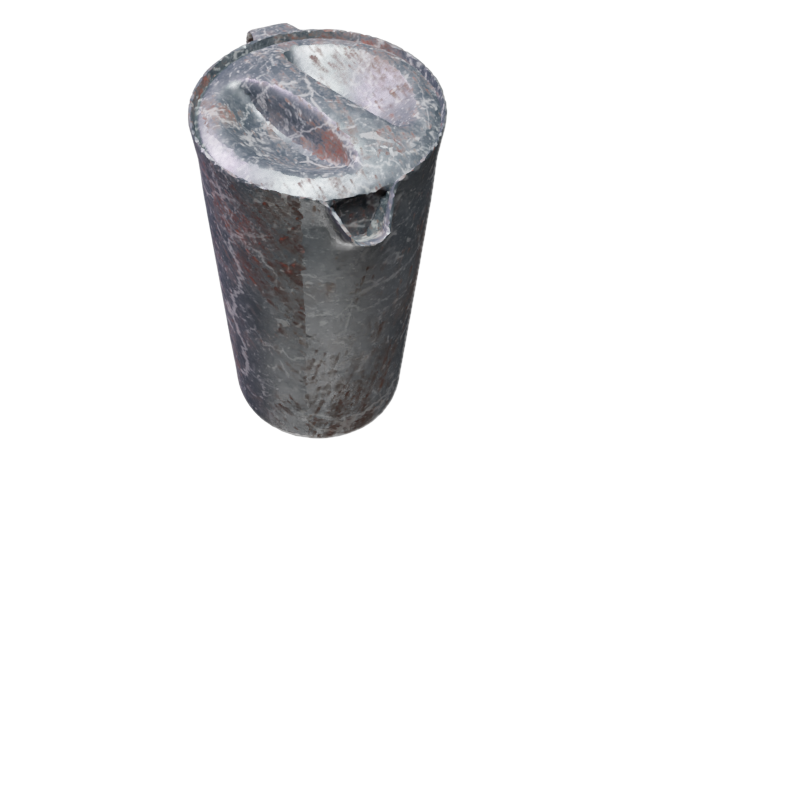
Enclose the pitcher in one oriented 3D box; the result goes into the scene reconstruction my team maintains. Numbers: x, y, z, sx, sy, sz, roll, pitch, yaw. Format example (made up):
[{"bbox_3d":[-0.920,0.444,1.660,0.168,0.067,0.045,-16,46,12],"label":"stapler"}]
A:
[{"bbox_3d":[-0.052,-0.094,0.660,0.149,0.155,0.227,20,-37,13],"label":"pitcher"}]
